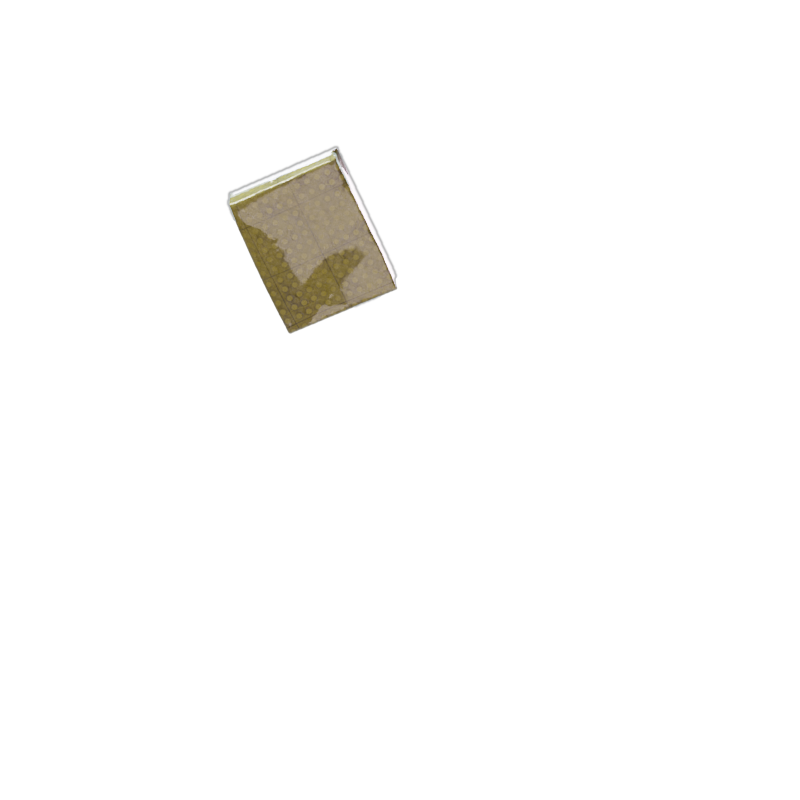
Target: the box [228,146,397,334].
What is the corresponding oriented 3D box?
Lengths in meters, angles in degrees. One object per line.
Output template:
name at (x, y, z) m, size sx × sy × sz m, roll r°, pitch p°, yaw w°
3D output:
box at (-0.064, -0.117, 0.817) m, size 0.090 × 0.108 × 0.041 m, roll -22°, pitch 19°, yaw 8°
